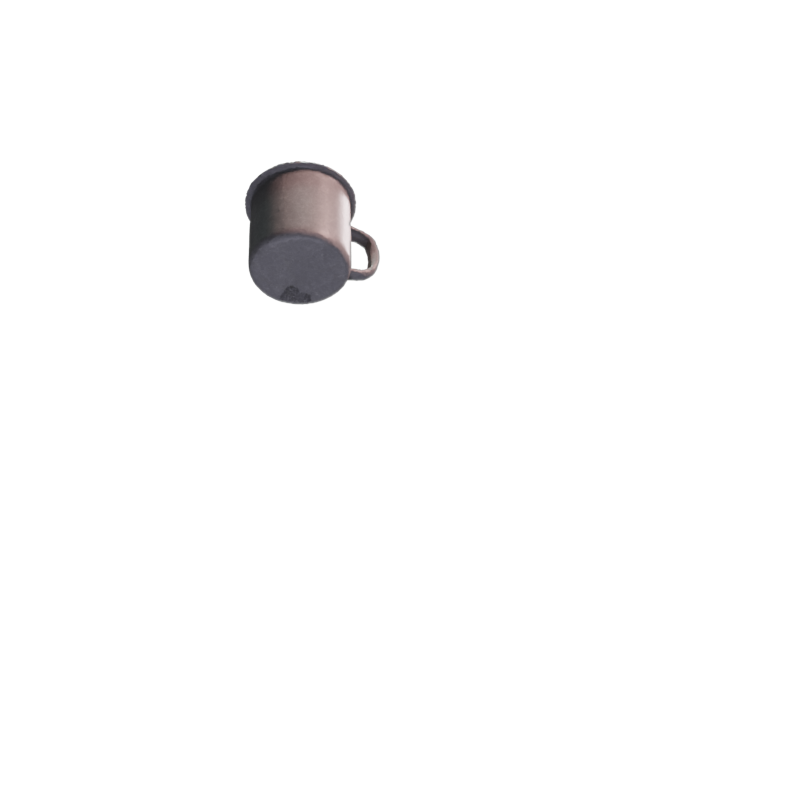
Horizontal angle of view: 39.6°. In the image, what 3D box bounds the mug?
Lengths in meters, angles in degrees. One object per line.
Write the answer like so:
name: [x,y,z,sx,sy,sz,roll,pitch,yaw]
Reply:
mug: [-0.070,-0.129,0.900,0.113,0.087,0.090,19,-47,-21]
